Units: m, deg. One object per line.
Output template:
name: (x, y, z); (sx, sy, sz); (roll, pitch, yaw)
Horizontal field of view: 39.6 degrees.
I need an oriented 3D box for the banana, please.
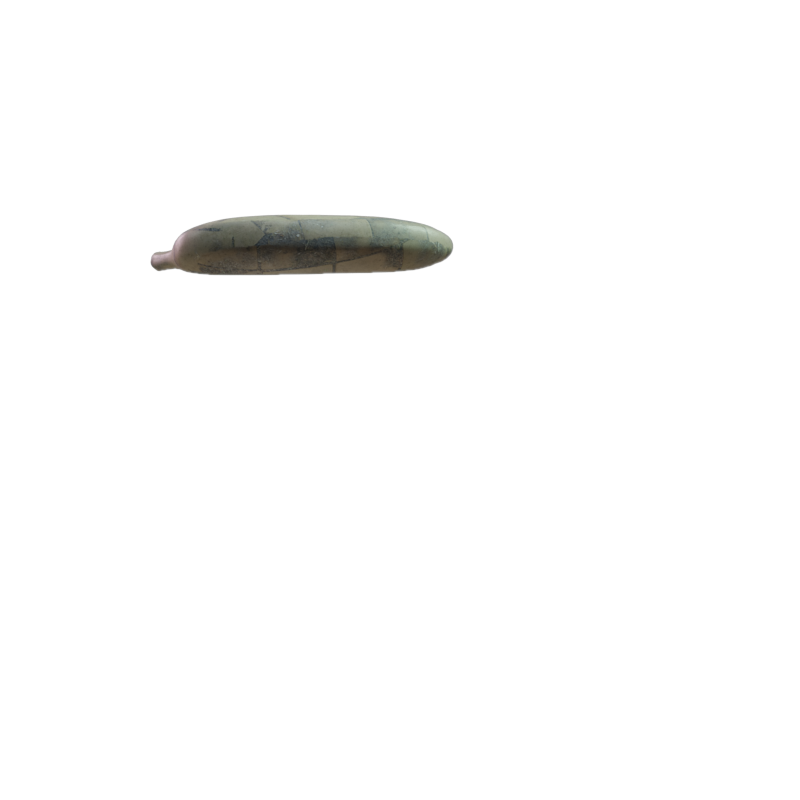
banana: (-0.055, -0.098, 0.691); (0.195, 0.036, 0.072); (-2, 10, -11)
